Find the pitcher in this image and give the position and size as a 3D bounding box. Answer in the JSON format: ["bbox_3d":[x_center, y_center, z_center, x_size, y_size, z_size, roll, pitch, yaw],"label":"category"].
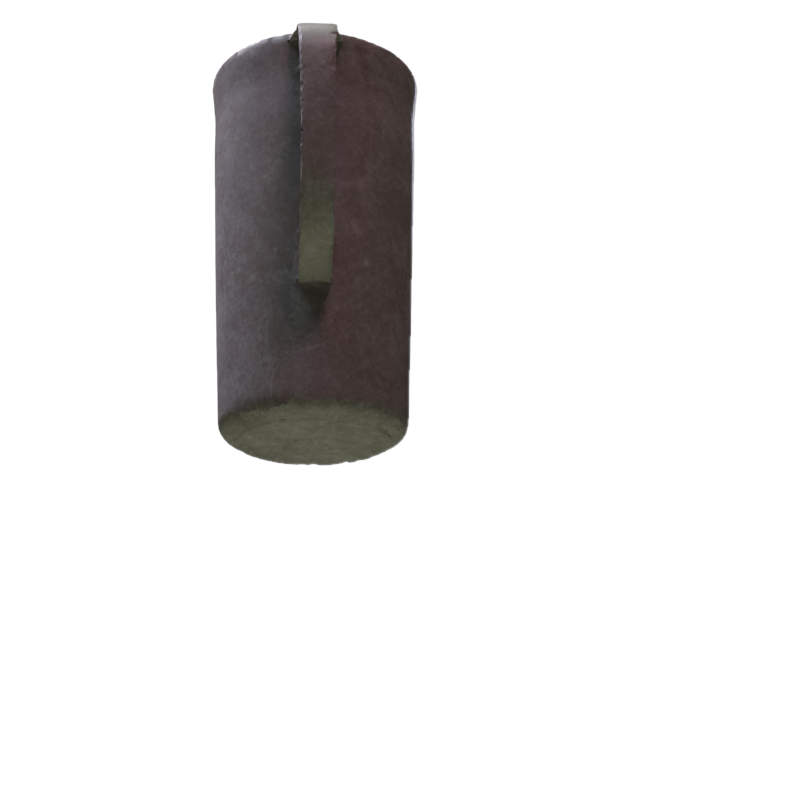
[{"bbox_3d":[-0.052,-0.095,0.665,0.146,0.257,0.140,-20,-30,36],"label":"pitcher"}]
